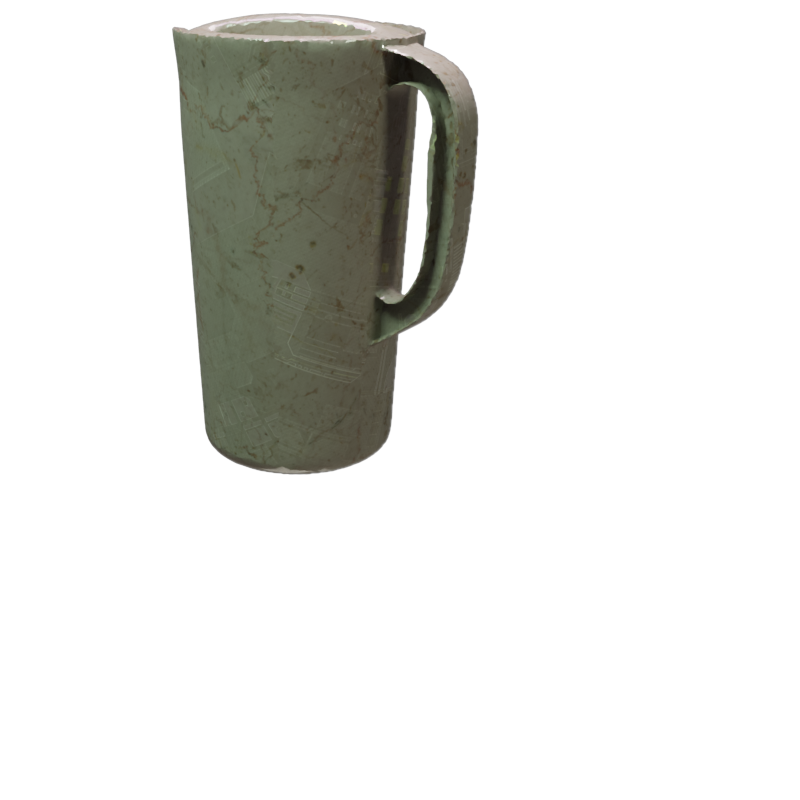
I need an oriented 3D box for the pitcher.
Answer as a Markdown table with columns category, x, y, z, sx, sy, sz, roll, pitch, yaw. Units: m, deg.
| category | x | y | z | sx | sy | sz | roll | pitch | yaw |
| --- | --- | --- | --- | --- | --- | --- | --- | --- | --- |
| pitcher | -0.047 | -0.086 | 0.605 | 0.143 | 0.234 | 0.157 | -2 | 18 | -10 |
